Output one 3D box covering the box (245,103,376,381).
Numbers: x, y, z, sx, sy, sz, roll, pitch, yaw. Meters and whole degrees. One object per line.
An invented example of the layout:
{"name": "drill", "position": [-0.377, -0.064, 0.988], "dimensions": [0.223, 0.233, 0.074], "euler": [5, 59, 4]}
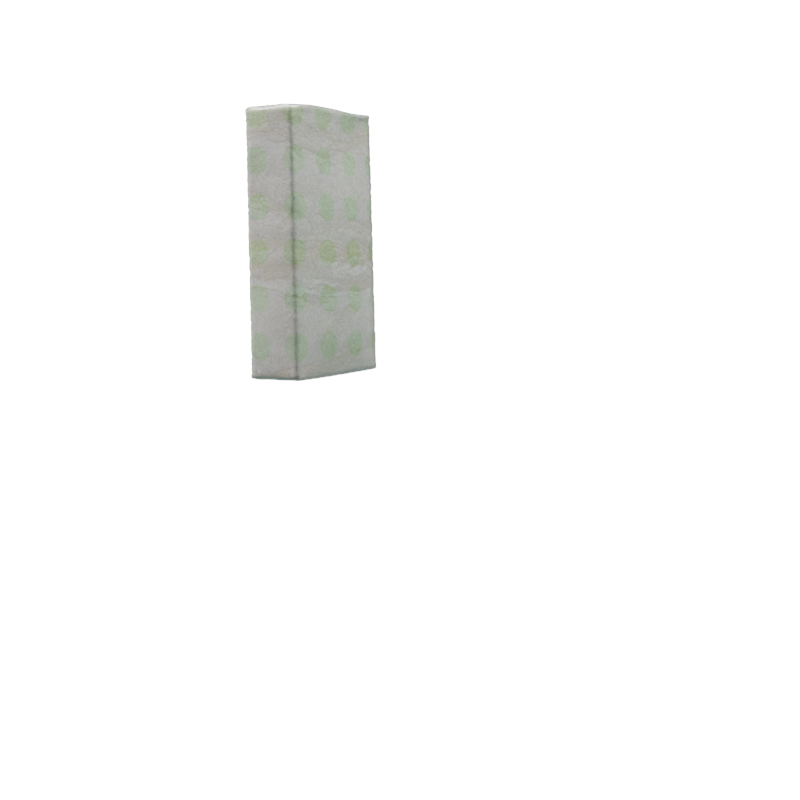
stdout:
{"name": "box", "position": [-0.058, -0.106, 0.739], "dimensions": [0.050, 0.176, 0.090], "euler": [1, 2, 33]}
